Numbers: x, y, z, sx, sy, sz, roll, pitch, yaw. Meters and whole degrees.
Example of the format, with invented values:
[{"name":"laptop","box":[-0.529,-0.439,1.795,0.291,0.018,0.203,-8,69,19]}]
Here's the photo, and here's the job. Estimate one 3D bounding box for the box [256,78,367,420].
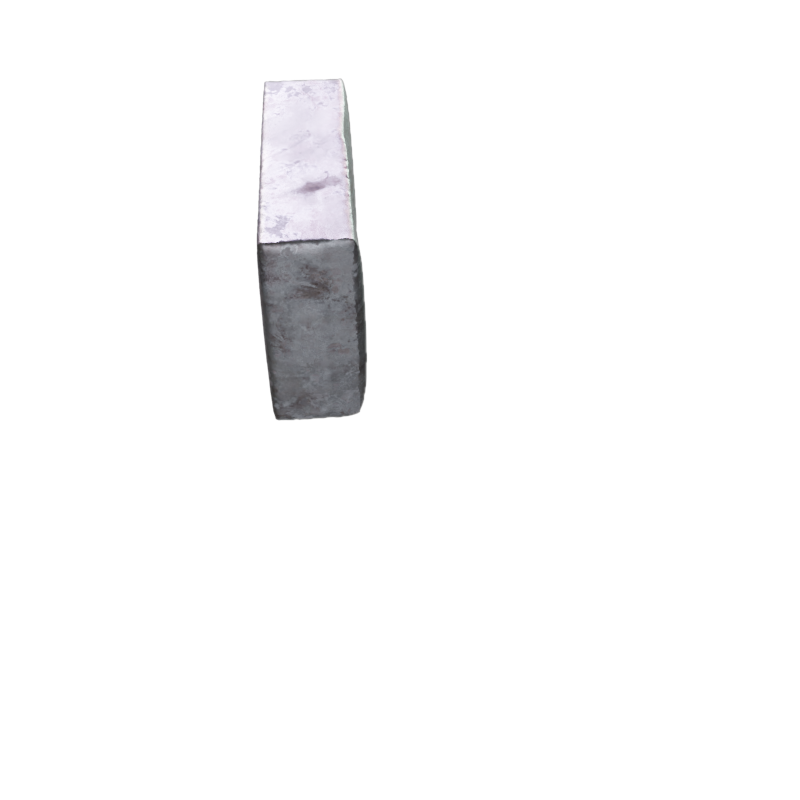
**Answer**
[{"name":"box","box":[-0.065,-0.118,0.830,0.072,0.153,0.229,-3,42,-2]}]
